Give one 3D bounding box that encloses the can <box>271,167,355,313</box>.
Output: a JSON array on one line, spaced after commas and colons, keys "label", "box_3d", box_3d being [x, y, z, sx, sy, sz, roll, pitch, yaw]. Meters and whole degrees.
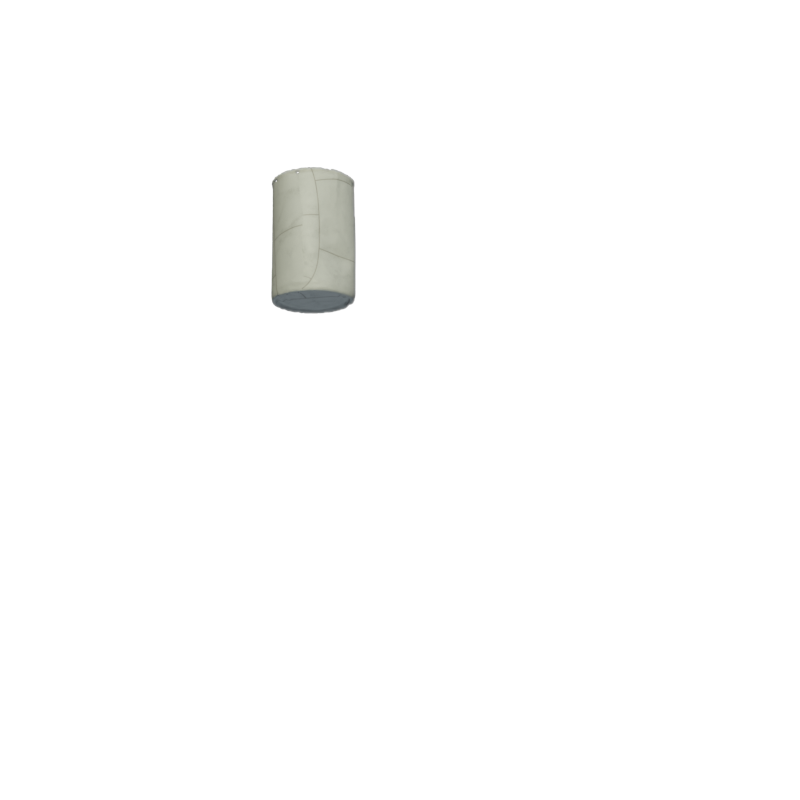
[{"label": "can", "box_3d": [-0.070, -0.127, 0.892, 0.068, 0.107, 0.066, 0, -17, -2]}]
